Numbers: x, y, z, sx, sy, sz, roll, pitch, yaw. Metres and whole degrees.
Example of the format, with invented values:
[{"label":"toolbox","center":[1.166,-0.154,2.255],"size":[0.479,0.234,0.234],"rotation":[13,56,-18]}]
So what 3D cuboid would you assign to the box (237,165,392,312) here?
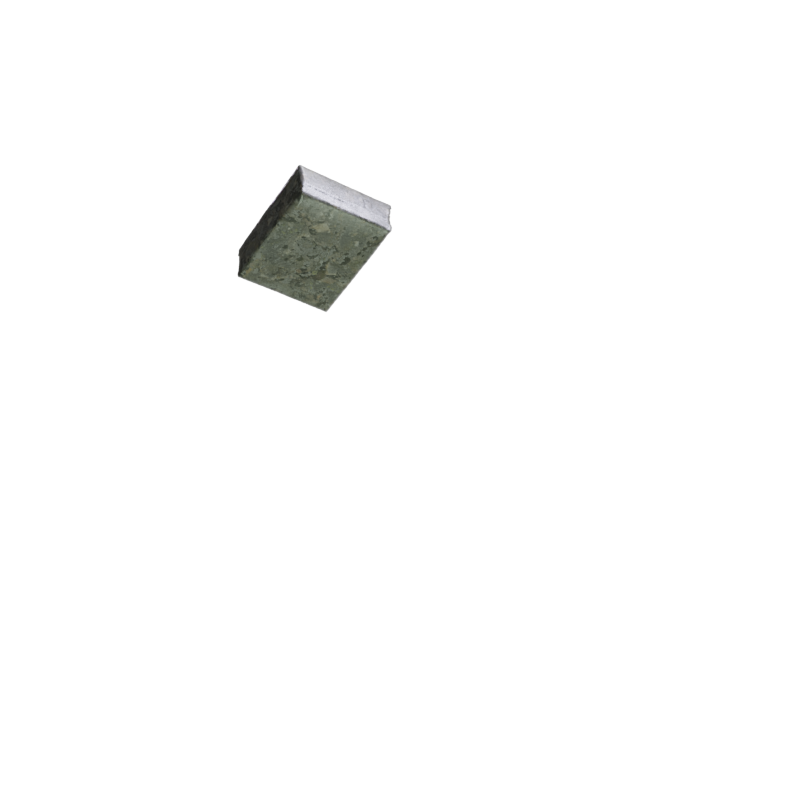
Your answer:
[{"label":"box","center":[-0.073,-0.134,0.937],"size":[0.086,0.042,0.110],"rotation":[22,-47,-23]}]
